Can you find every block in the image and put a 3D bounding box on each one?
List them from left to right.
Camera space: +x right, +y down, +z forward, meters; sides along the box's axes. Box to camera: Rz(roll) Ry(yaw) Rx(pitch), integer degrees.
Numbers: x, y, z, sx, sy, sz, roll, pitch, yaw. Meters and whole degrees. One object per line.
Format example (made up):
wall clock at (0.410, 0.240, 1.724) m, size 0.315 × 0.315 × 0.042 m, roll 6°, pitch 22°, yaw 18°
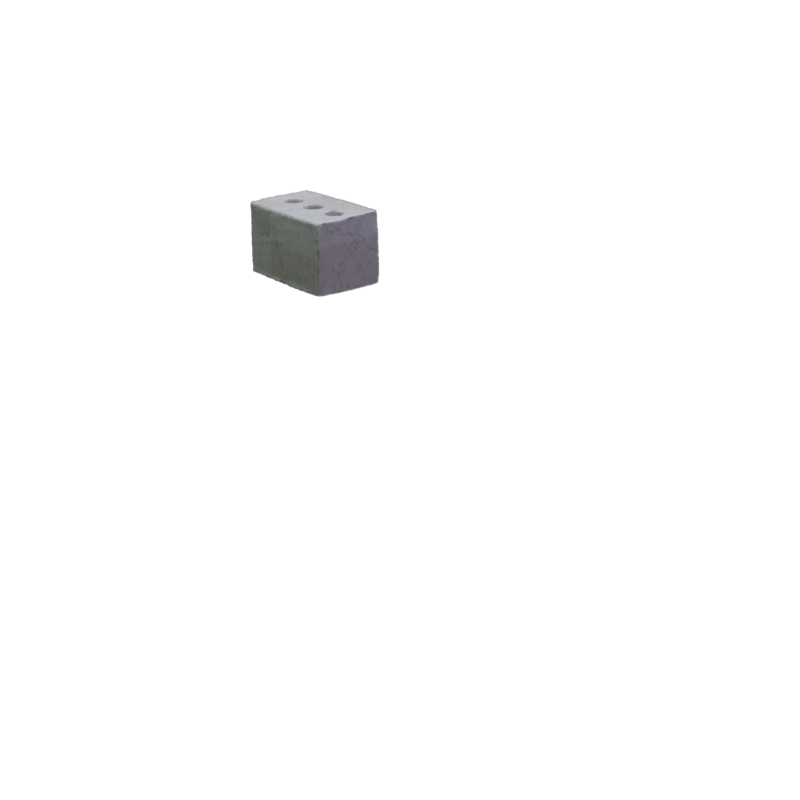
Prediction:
block at (-0.059, -0.107, 0.752) m, size 0.052 × 0.049 × 0.083 m, roll -16°, pitch 27°, yaw -38°
